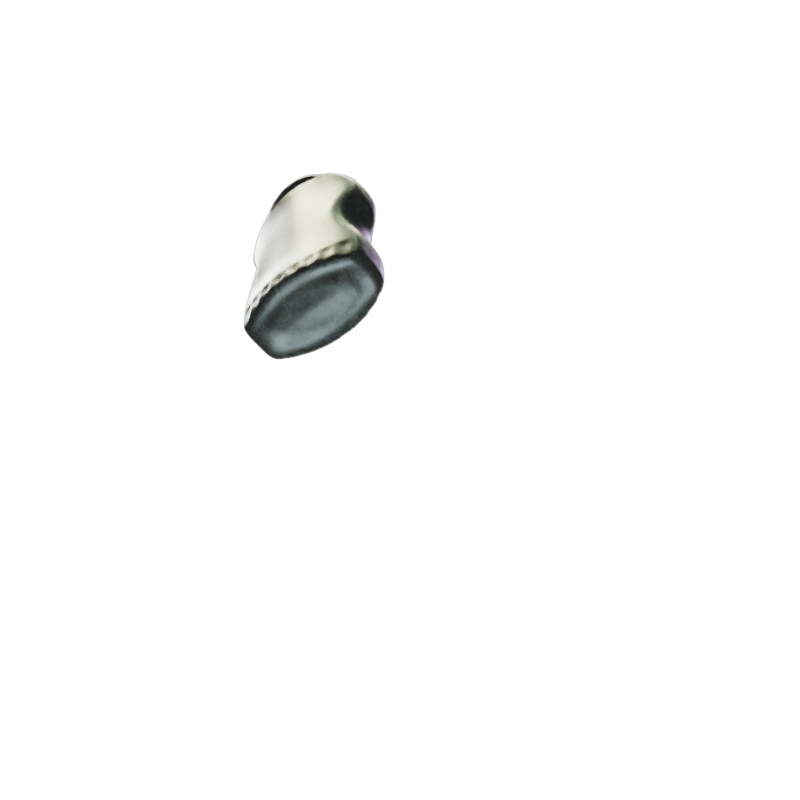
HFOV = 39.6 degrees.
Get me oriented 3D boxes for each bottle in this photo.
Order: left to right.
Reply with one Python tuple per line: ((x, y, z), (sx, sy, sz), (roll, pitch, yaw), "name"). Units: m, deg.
((-0.061, -0.112, 0.788), (0.095, 0.055, 0.204), (-35, 29, 18), "bottle")
